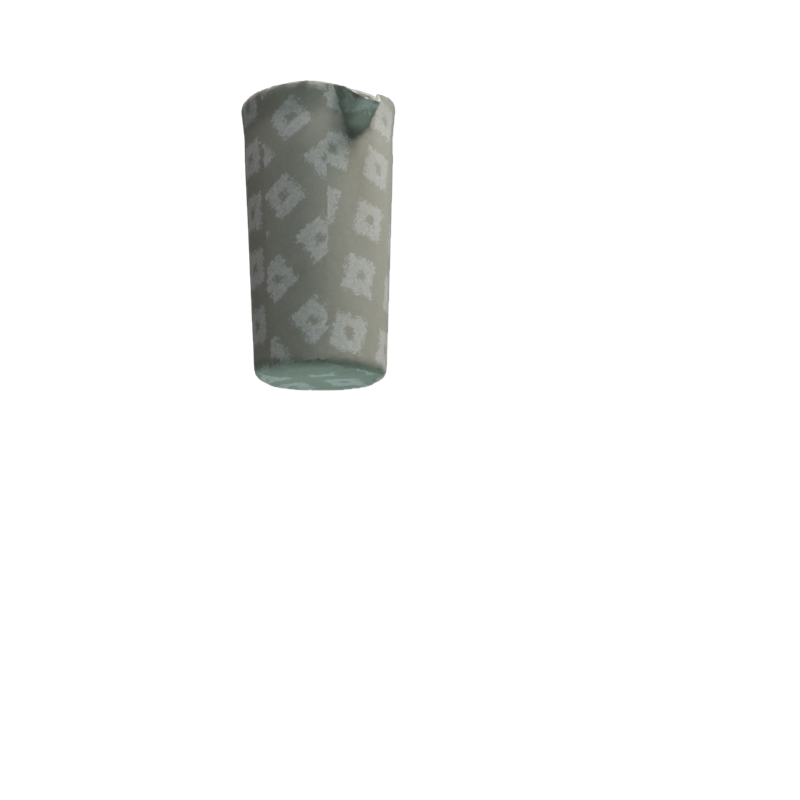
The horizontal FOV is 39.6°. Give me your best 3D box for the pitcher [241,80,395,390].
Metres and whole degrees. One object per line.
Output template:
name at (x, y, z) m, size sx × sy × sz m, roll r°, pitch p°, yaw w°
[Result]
pitcher at (-0.073, -0.134, 0.937) m, size 0.147 × 0.252 × 0.142 m, roll -3°, pitch -14°, yaw 10°
